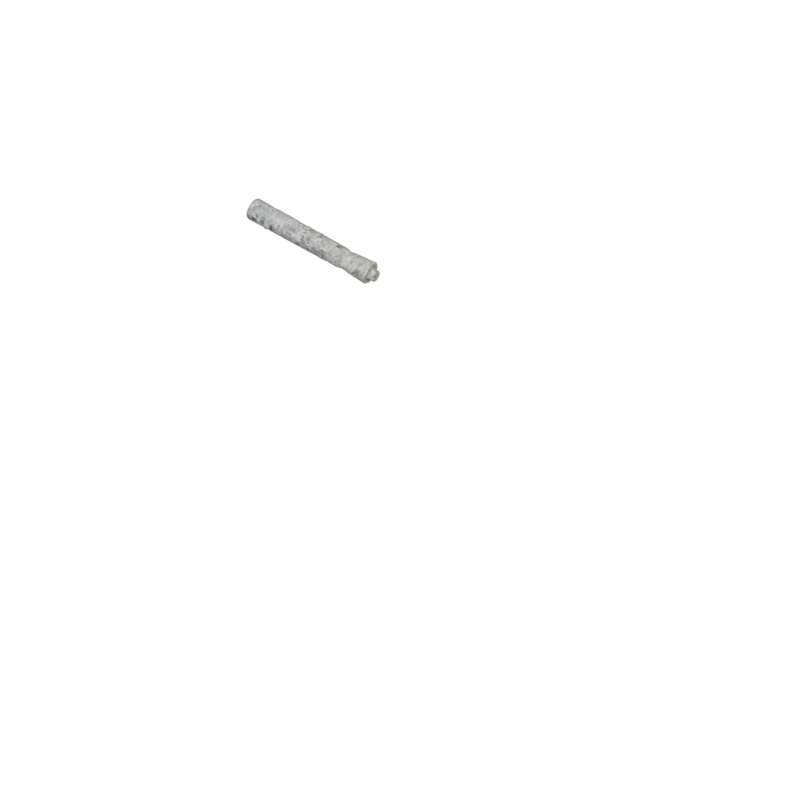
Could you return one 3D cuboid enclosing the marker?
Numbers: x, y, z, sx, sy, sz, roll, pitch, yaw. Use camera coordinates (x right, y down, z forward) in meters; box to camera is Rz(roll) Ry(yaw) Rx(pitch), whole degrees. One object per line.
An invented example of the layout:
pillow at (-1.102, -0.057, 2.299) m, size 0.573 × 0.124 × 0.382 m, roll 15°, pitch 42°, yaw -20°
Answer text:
marker at (-0.069, -0.125, 0.876) m, size 0.127 × 0.019 × 0.019 m, roll 31°, pitch 15°, yaw 21°
